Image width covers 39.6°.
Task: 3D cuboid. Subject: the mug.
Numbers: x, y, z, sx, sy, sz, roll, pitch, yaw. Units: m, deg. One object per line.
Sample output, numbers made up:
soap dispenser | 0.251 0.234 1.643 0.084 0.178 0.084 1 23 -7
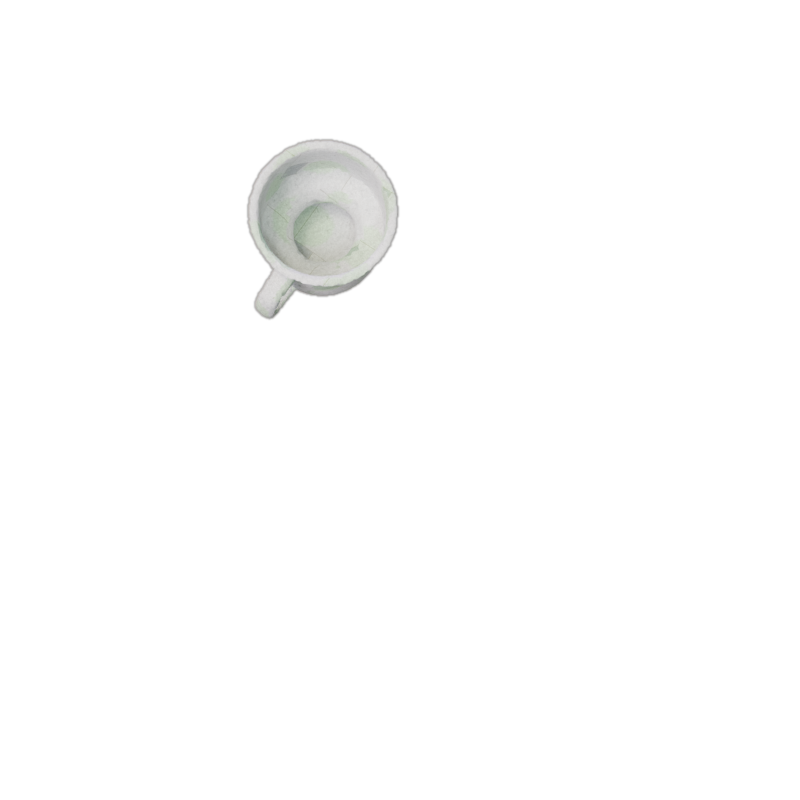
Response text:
mug | -0.056 -0.103 0.722 0.094 0.119 0.080 30 -9 3
